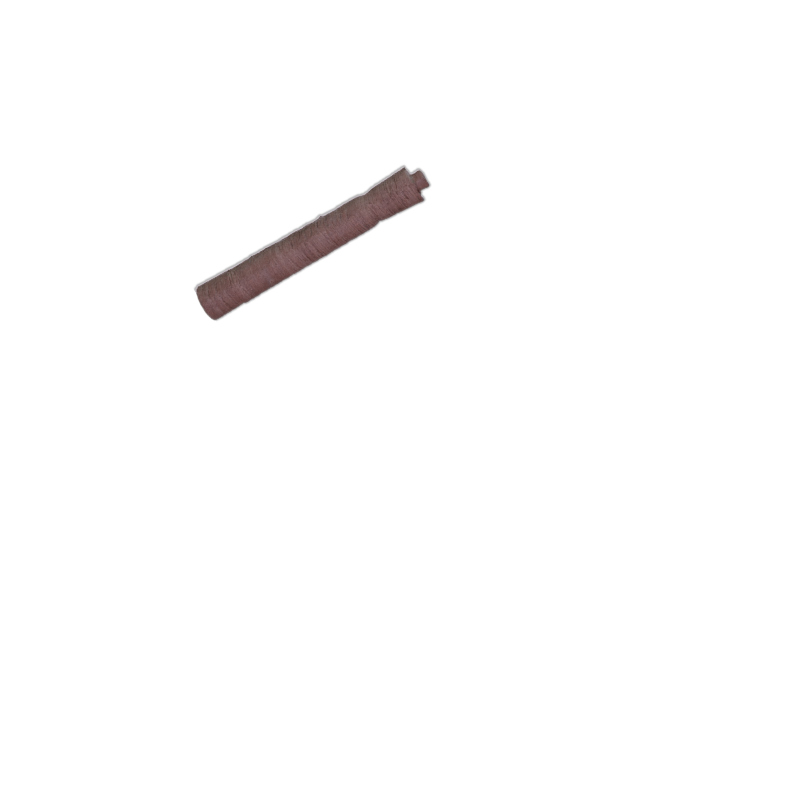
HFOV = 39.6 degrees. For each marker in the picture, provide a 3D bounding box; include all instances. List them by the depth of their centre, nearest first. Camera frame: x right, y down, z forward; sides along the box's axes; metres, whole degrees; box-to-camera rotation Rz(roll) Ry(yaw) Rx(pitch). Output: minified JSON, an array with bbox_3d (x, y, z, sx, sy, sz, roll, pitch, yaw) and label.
[{"bbox_3d":[-0.041,-0.074,0.521,0.121,0.020,0.020,-29,0,9],"label":"marker"}]
